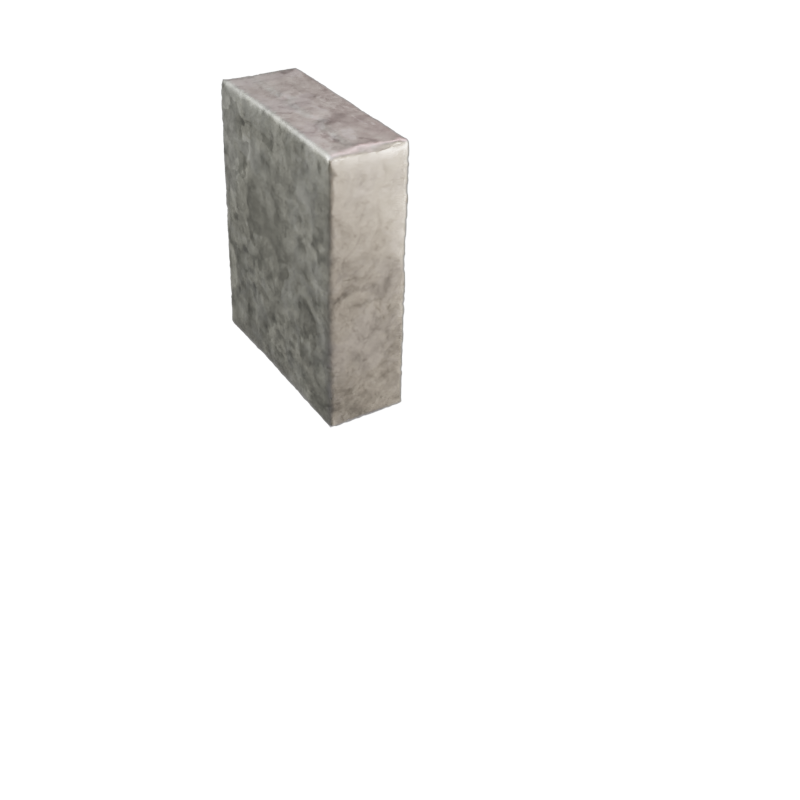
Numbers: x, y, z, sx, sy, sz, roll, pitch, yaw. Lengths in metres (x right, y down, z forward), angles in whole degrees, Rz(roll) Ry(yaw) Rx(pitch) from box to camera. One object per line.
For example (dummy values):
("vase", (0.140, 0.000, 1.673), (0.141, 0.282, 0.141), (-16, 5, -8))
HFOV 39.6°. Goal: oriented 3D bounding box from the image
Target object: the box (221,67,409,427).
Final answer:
("box", (-0.064, -0.116, 0.813), (0.071, 0.201, 0.177), (-15, 36, -27))
